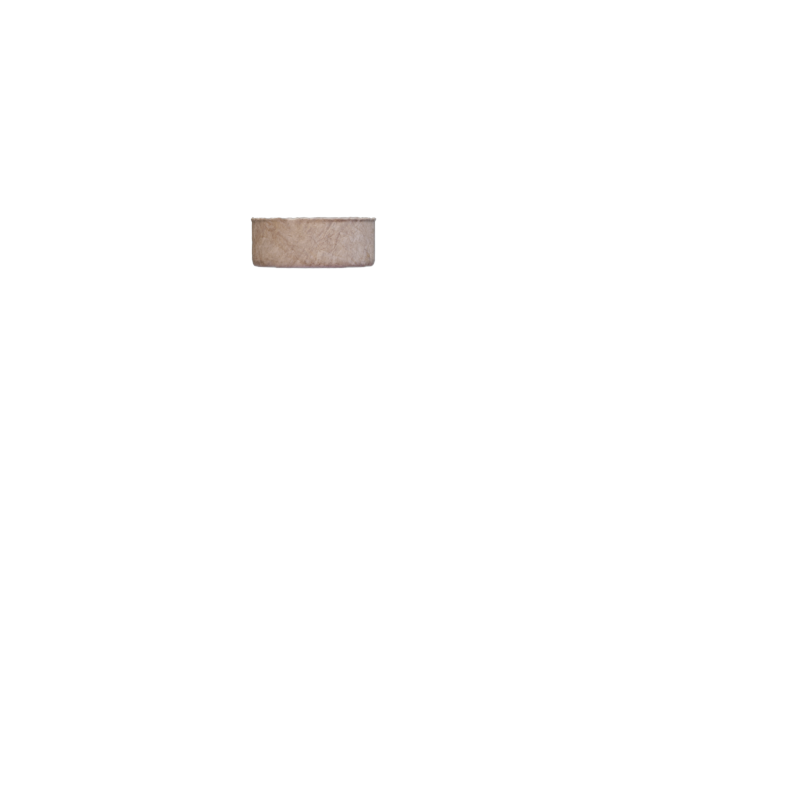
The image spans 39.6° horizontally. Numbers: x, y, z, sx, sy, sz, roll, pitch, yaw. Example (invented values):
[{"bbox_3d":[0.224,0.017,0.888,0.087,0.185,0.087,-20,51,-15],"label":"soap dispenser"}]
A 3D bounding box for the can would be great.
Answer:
[{"bbox_3d":[-0.059,-0.108,0.758,0.086,0.033,0.087,0,8,-2],"label":"can"}]
